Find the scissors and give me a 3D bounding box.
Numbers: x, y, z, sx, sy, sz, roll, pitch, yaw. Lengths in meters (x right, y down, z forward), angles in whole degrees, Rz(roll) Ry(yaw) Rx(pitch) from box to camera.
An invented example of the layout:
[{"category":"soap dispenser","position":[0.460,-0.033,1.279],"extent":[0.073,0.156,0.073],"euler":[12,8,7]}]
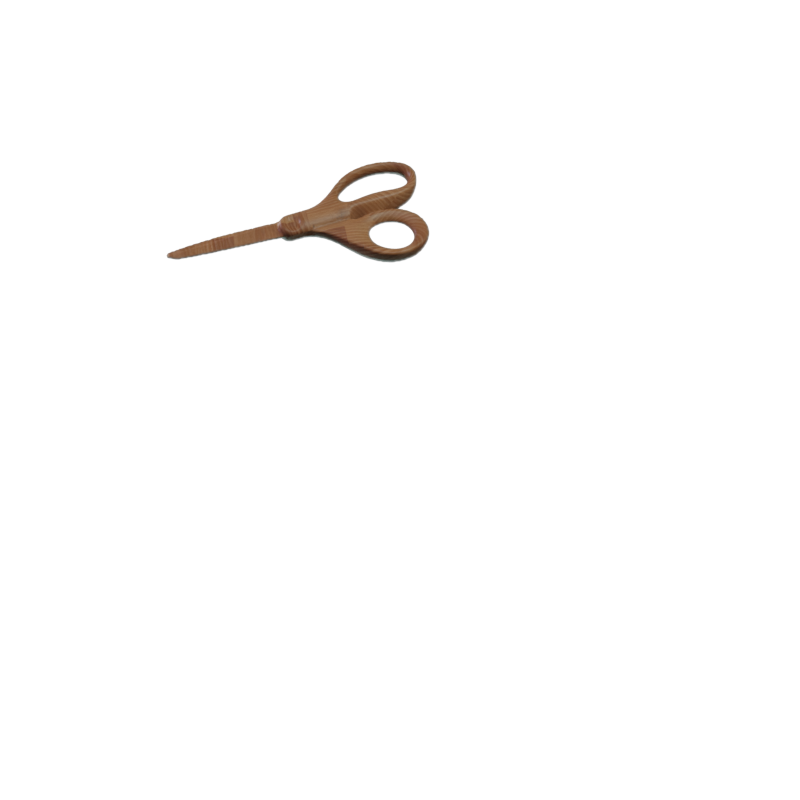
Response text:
[{"category":"scissors","position":[-0.066,-0.120,0.838],"extent":[0.201,0.103,0.015],"euler":[-29,-27,-17]}]
